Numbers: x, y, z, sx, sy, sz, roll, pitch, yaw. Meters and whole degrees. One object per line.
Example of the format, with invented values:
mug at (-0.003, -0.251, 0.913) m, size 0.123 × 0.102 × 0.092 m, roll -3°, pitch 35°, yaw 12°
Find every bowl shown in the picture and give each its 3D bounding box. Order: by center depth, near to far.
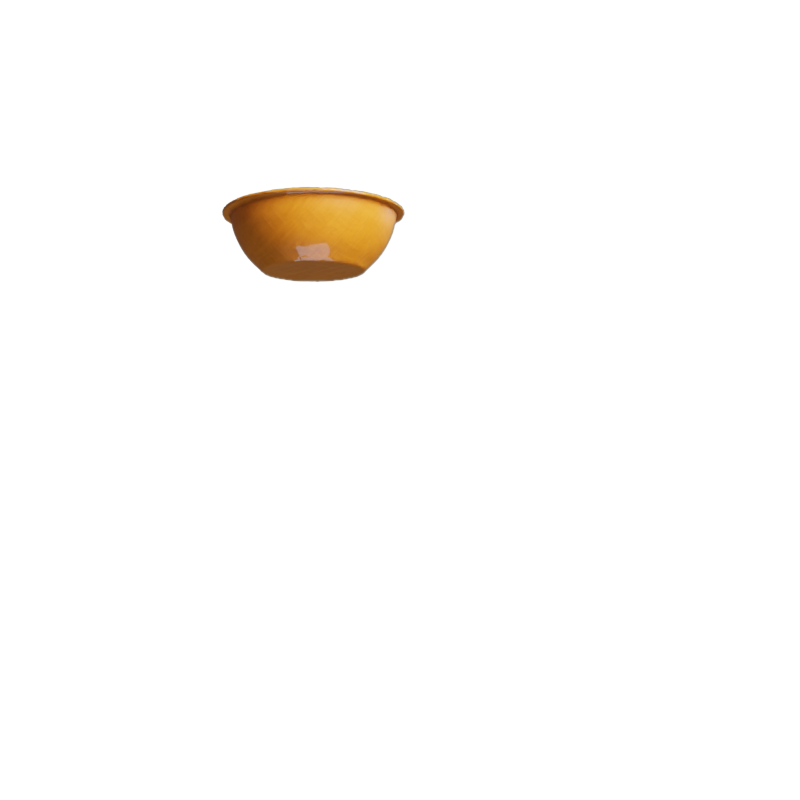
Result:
bowl at (-0.077, -0.140, 0.979) m, size 0.162 × 0.056 × 0.159 m, roll 0°, pitch -6°, yaw -2°
